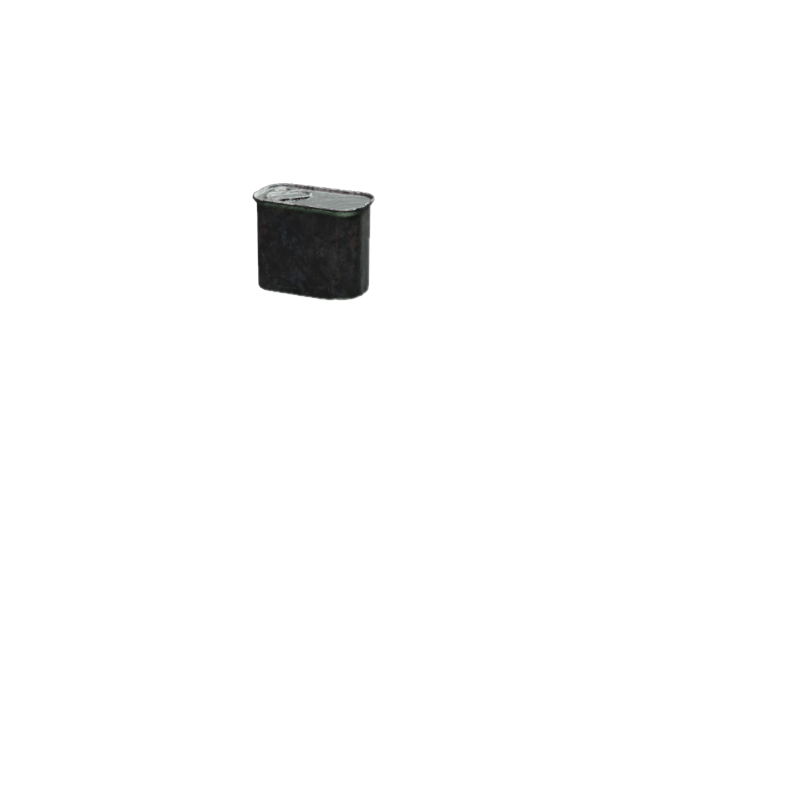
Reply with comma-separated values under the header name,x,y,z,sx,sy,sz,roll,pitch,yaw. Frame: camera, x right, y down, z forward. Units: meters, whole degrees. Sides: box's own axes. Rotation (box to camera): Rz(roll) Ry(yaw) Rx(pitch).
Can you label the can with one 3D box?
name,x,y,z,sx,sy,sz,roll,pitch,yaw
can,-0.075,-0.136,0.956,0.105,0.080,0.058,10,24,21
